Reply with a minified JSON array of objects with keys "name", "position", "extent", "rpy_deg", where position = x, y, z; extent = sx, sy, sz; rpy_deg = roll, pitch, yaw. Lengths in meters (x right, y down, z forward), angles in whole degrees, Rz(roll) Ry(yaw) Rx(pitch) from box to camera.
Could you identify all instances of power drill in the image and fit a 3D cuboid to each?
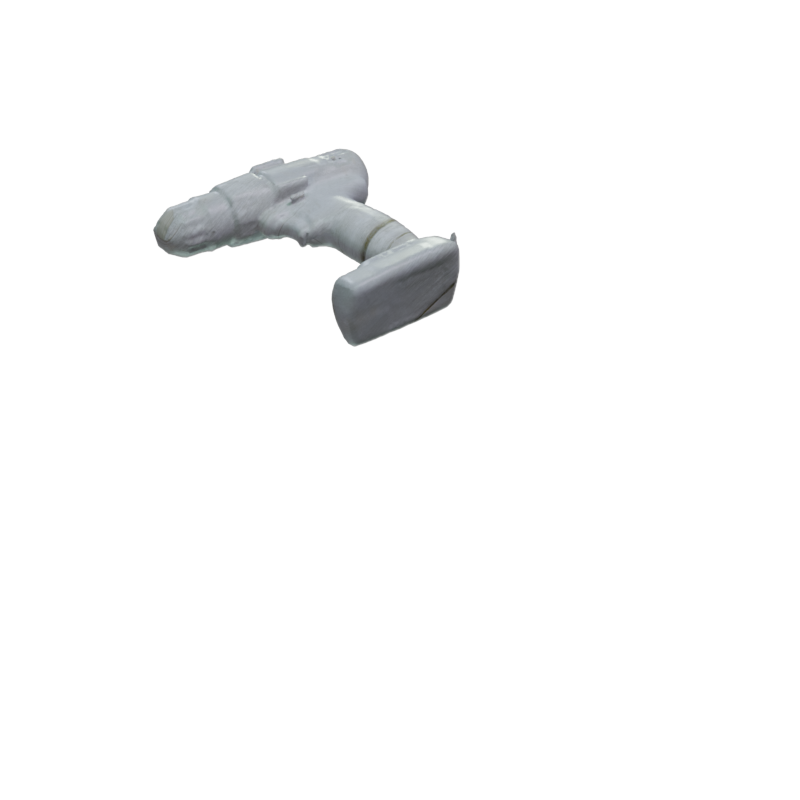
[{"name":"power drill","position":[-0.064,-0.116,0.814],"extent":[0.183,0.054,0.202],"rpy_deg":[-25,46,-27]}]
